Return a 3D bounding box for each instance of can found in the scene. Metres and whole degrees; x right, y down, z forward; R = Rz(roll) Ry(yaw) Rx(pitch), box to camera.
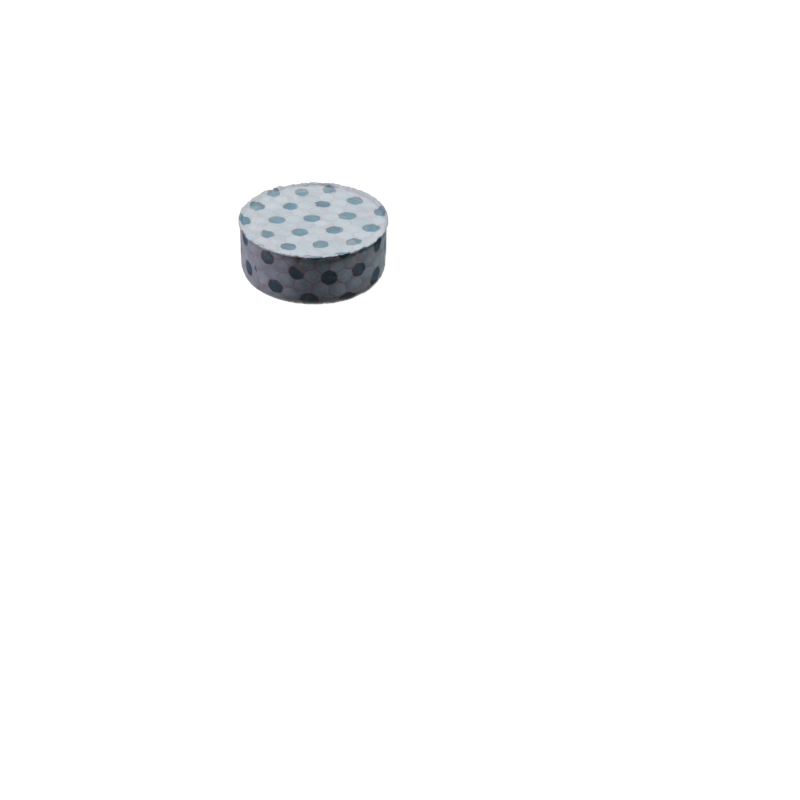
[{"bbox_3d":[-0.050,-0.092,0.642,0.086,0.031,0.092,-1,36,-2],"label":"can"}]
